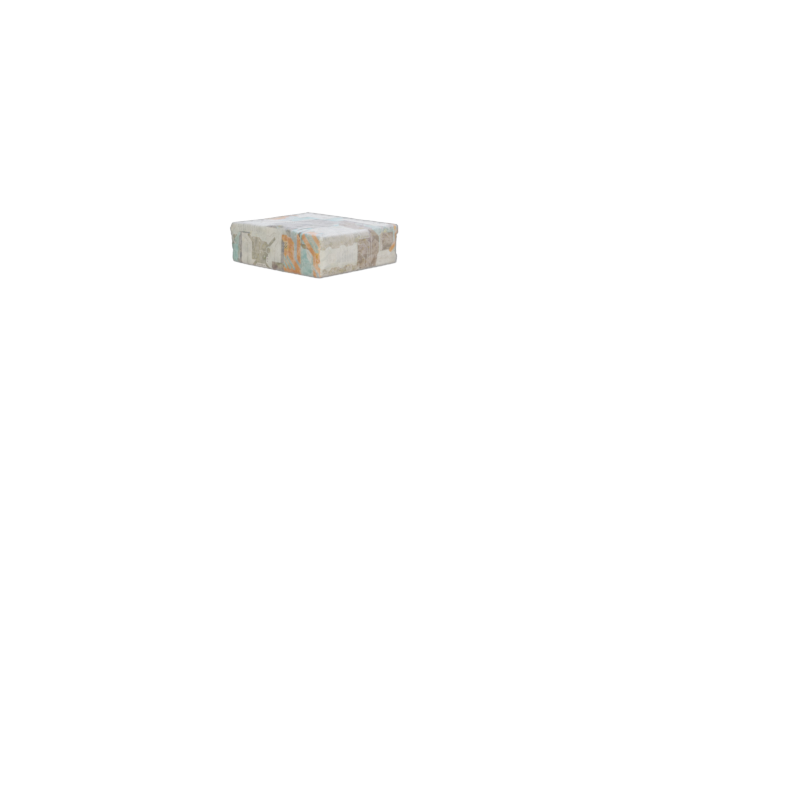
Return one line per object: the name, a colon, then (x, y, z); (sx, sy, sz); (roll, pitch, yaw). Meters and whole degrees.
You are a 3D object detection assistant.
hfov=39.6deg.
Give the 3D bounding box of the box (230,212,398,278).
box: (-0.058, -0.106, 0.741); (0.094, 0.029, 0.071); (16, 22, 42)
